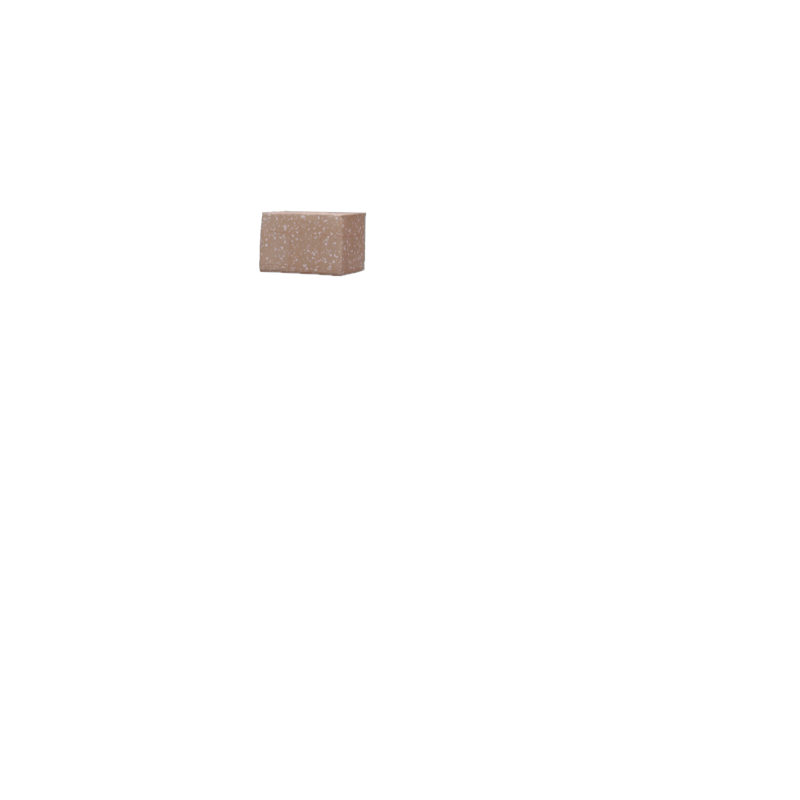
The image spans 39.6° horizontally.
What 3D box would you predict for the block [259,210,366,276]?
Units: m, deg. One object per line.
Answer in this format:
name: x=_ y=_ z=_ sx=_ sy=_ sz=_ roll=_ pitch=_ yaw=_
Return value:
block: x=-0.074 y=-0.134 z=0.941 sx=0.080 sy=0.050 sz=0.052 roll=4 pitch=9 yaw=23
